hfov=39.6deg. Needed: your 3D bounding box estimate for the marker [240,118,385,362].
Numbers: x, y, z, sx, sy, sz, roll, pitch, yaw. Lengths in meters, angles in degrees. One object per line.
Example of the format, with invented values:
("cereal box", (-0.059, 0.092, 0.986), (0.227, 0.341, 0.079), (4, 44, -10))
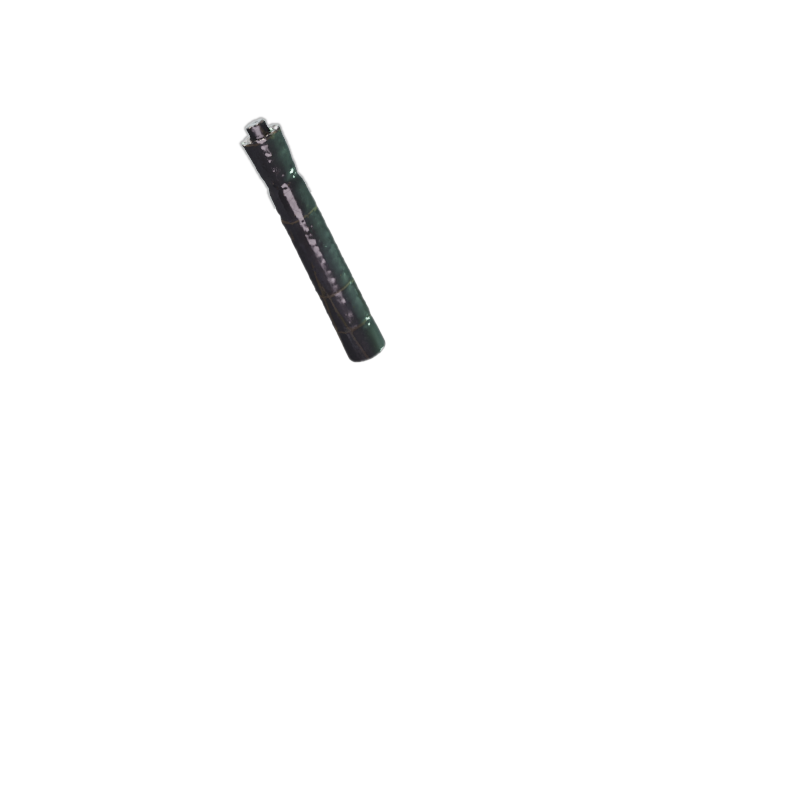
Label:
("marker", (-0.039, -0.071, 0.497), (0.020, 0.115, 0.021), (-23, 21, 9))
